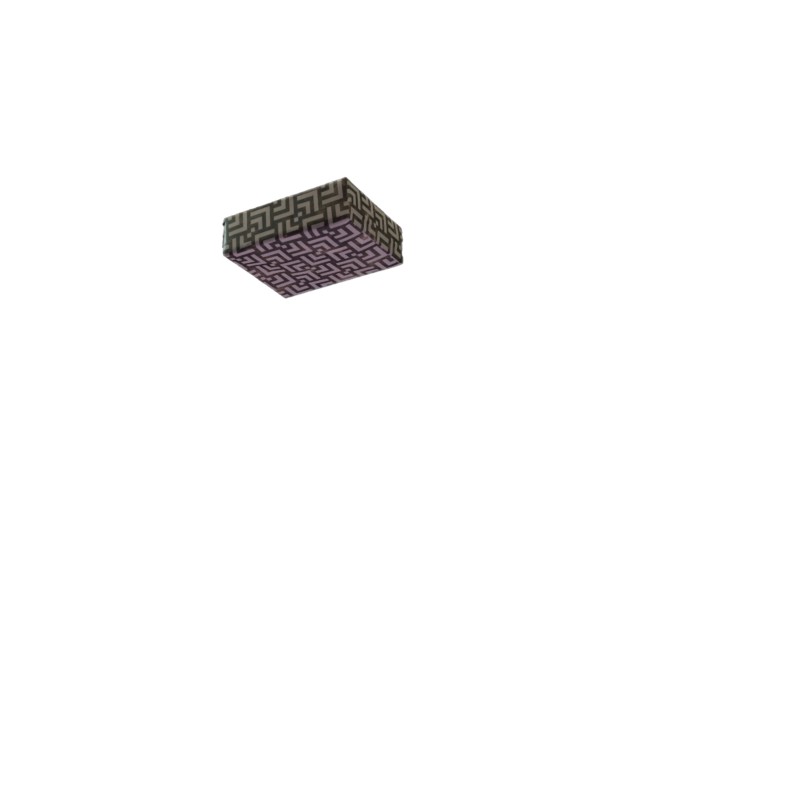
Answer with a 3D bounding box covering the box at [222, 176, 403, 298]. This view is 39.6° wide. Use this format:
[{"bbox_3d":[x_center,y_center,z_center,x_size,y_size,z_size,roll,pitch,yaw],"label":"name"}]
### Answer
[{"bbox_3d":[-0.067,-0.122,0.853,0.115,0.041,0.084,-12,-24,27],"label":"box"}]
